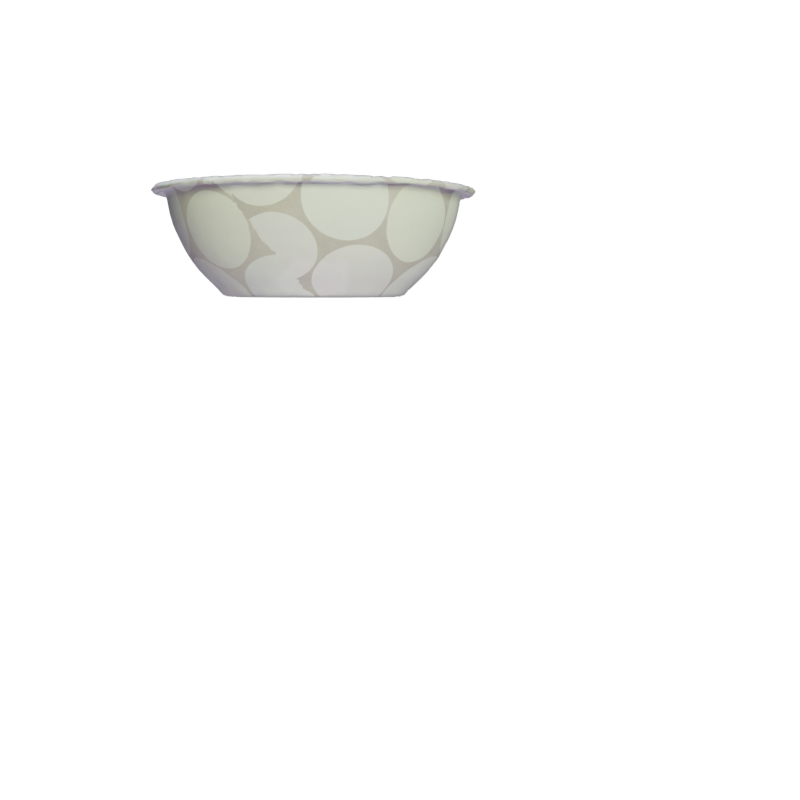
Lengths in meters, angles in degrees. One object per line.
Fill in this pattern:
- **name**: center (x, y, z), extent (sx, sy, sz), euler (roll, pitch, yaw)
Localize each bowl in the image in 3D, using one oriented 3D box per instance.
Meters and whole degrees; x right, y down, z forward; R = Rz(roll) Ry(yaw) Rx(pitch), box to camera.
- **bowl**: center (-0.044, -0.080, 0.558), extent (0.162, 0.055, 0.163), euler (0, 5, -2)
